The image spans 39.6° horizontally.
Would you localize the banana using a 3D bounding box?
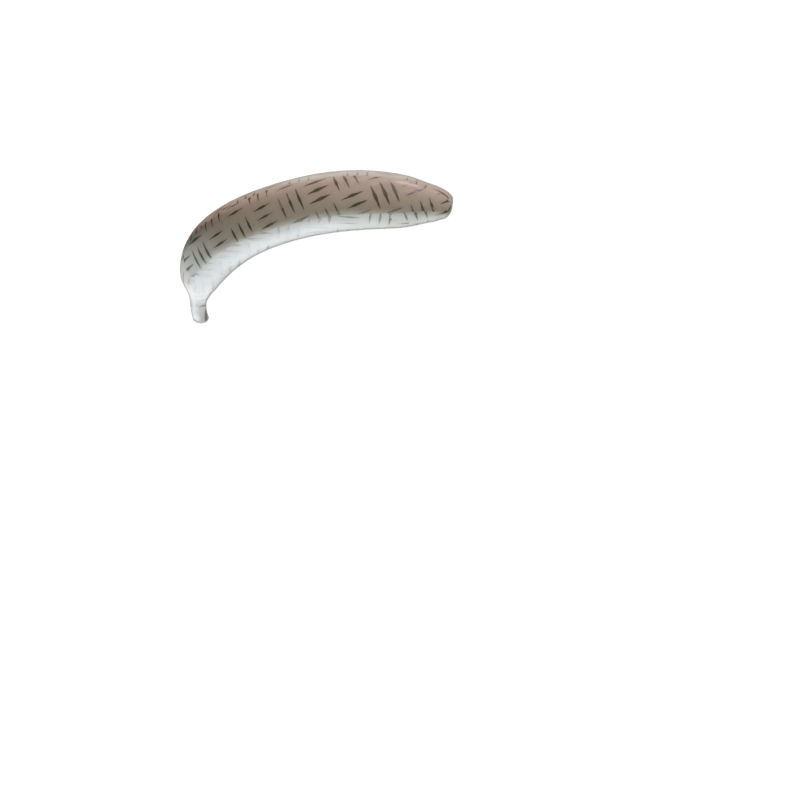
[{"bbox_3d":[-0.068,-0.108,0.693,0.199,0.039,0.064,-19,-39,24],"label":"banana"}]
